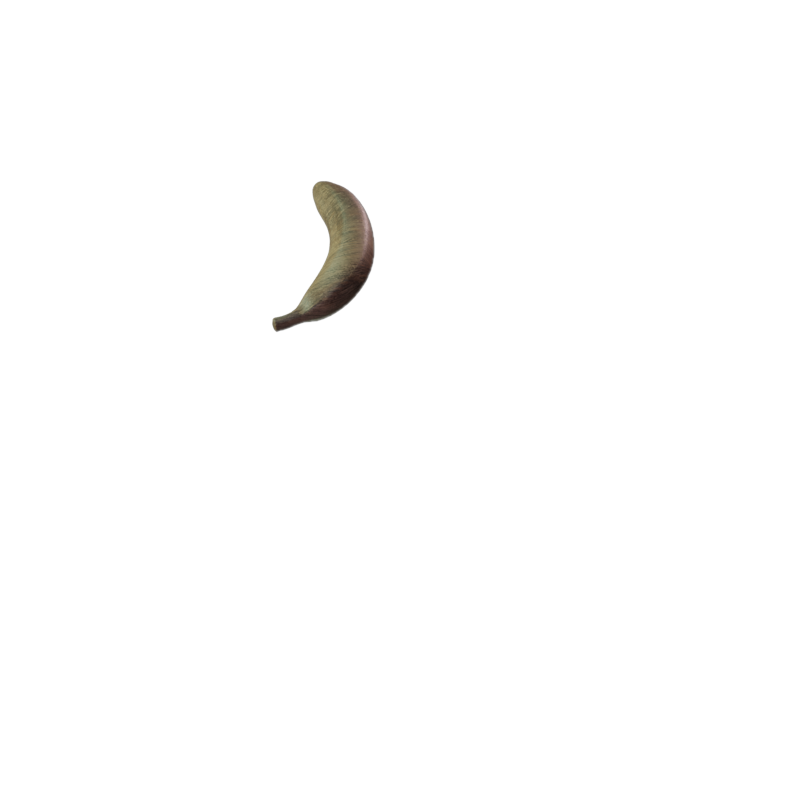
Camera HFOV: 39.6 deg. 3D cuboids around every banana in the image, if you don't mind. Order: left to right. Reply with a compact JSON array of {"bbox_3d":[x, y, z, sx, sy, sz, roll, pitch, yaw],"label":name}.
[{"bbox_3d":[-0.055,-0.128,0.923,0.070,0.034,0.210,5,41,5],"label":"banana"}]
